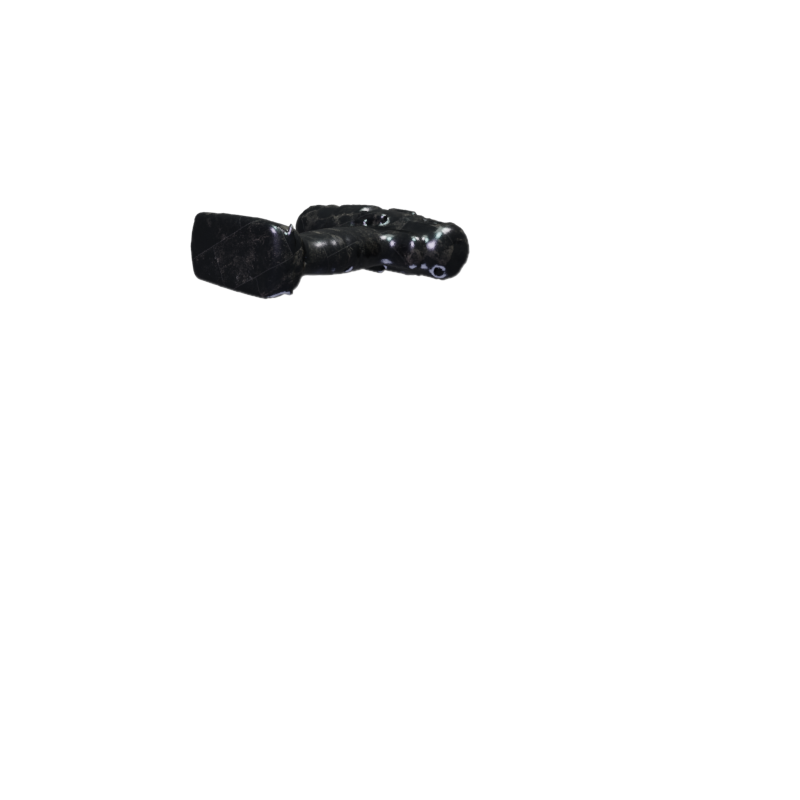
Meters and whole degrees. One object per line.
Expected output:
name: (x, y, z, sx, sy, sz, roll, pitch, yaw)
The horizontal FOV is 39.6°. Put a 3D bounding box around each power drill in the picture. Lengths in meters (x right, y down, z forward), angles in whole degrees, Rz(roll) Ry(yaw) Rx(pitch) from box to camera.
power drill: (-0.068, -0.125, 0.874, 0.183, 0.056, 0.194, -13, 20, -41)
